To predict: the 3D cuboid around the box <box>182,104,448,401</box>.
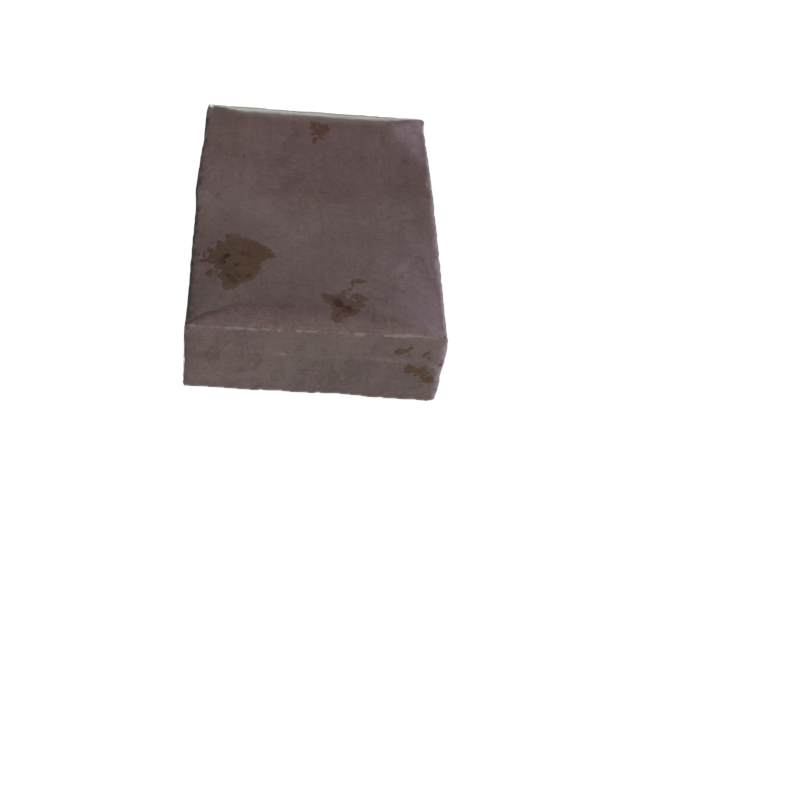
[{"bbox_3d":[-0.059,-0.108,0.757,0.163,0.229,0.067,2,-40,-6],"label":"box"}]
